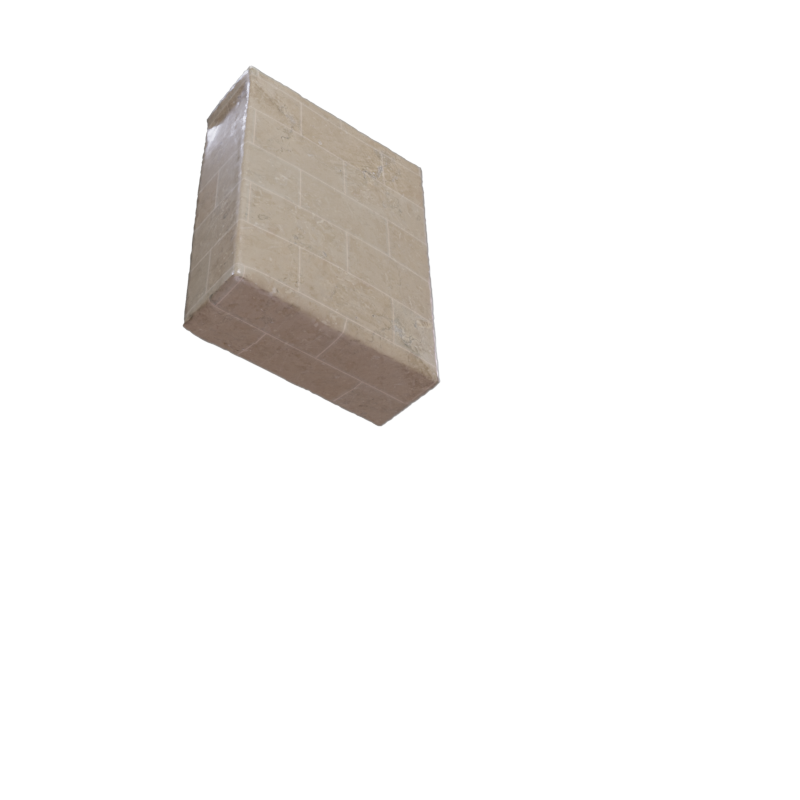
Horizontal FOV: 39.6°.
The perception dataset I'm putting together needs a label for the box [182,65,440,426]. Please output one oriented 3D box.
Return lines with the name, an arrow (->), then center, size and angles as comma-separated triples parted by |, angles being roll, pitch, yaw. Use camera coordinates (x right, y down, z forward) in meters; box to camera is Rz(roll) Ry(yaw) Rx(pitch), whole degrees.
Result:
box -> -0.060, -0.110, 0.768 | 0.155, 0.230, 0.070 | 26, -50, -28
